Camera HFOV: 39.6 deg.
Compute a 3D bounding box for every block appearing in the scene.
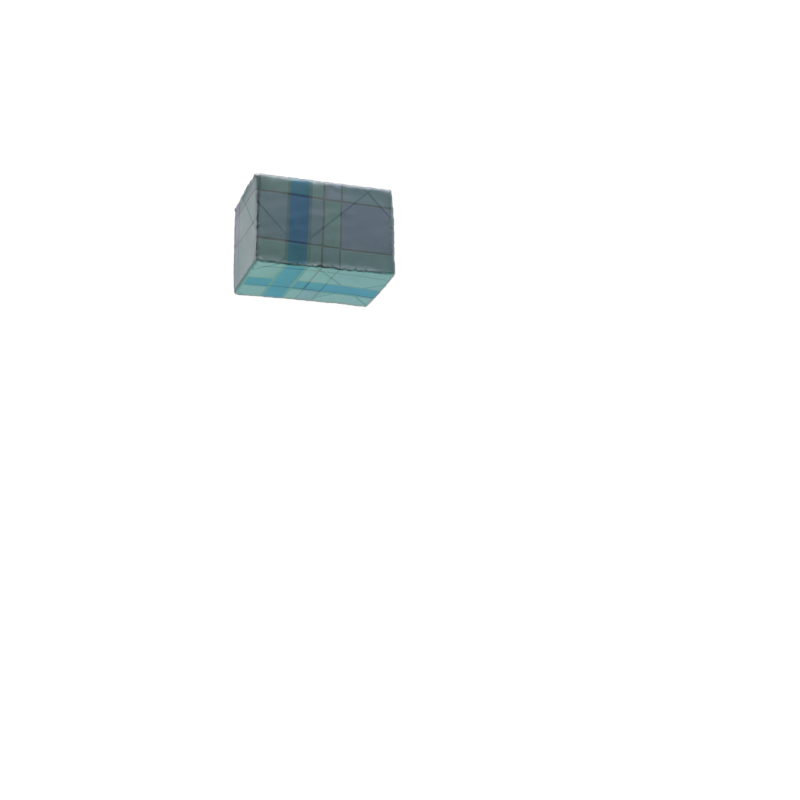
[{"bbox_3d":[-0.047,-0.085,0.598,0.076,0.054,0.052,5,-20,-17],"label":"block"}]
